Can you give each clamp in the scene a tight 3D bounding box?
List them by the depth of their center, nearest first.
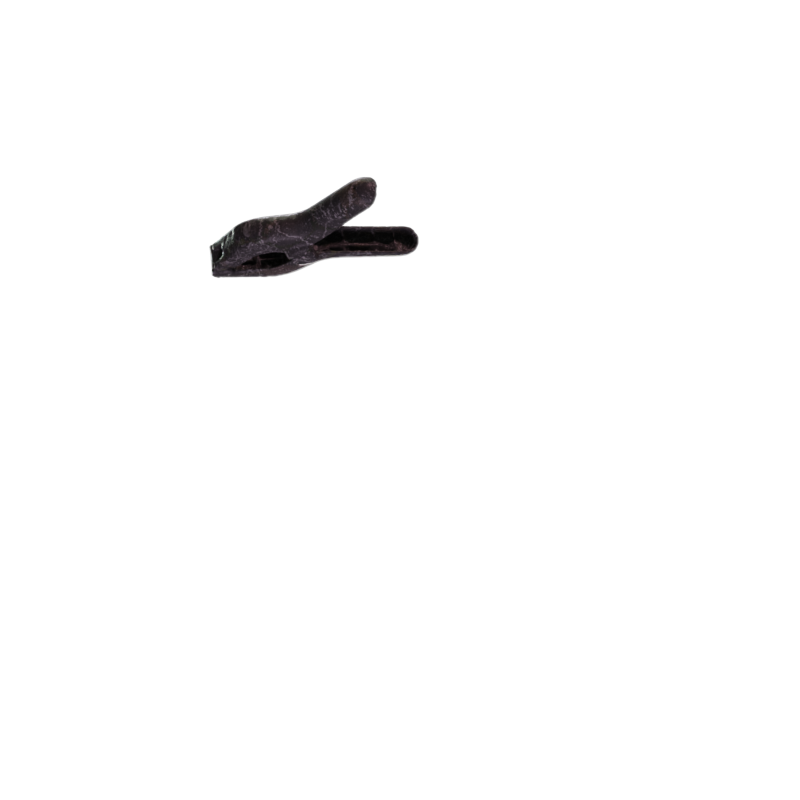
[{"bbox_3d":[-0.071,-0.130,0.909,0.174,0.041,0.112,-12,-26,26],"label":"clamp"}]
